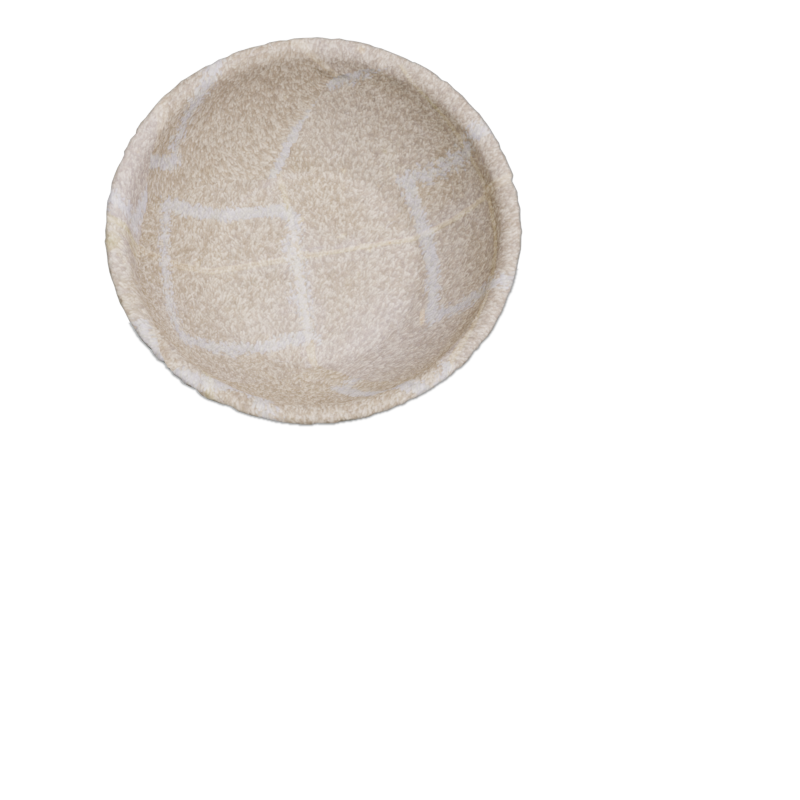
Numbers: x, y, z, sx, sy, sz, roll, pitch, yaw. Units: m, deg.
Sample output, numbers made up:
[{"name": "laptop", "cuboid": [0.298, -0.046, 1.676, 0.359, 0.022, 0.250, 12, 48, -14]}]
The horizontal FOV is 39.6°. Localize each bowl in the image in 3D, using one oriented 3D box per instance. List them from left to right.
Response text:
[{"name": "bowl", "cuboid": [-0.035, -0.065, 0.453, 0.162, 0.170, 0.052, -1, -20, -1]}]
